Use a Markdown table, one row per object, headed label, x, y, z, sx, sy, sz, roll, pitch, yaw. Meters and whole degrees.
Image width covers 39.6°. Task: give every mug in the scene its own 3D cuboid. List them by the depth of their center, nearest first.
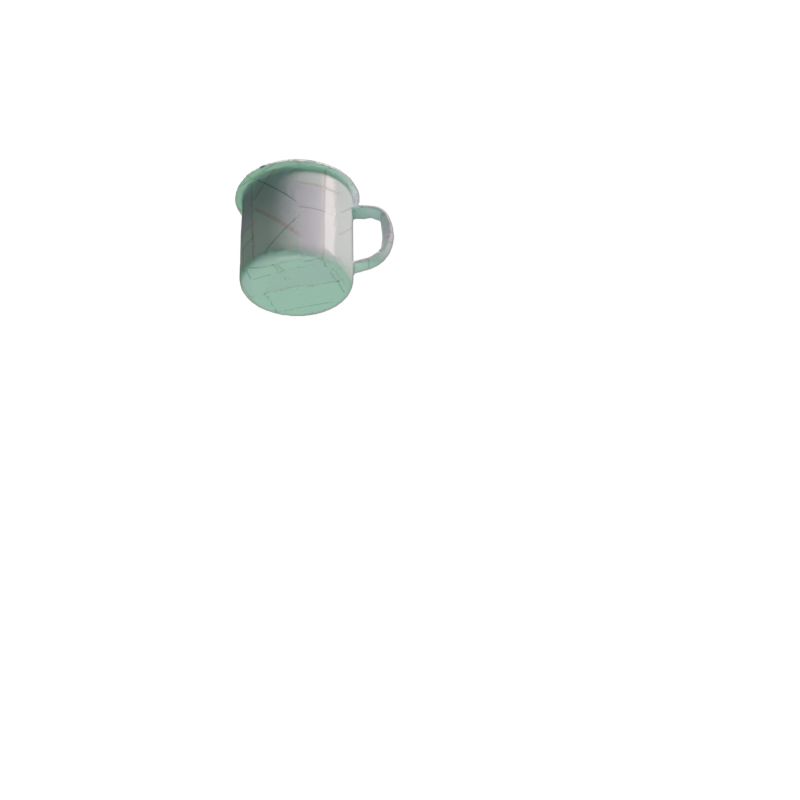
| label | x | y | z | sx | sy | sz | roll | pitch | yaw |
| --- | --- | --- | --- | --- | --- | --- | --- | --- | --- |
| mug | -0.063 | -0.115 | 0.806 | 0.117 | 0.087 | 0.087 | -2 | -32 | 1 |
